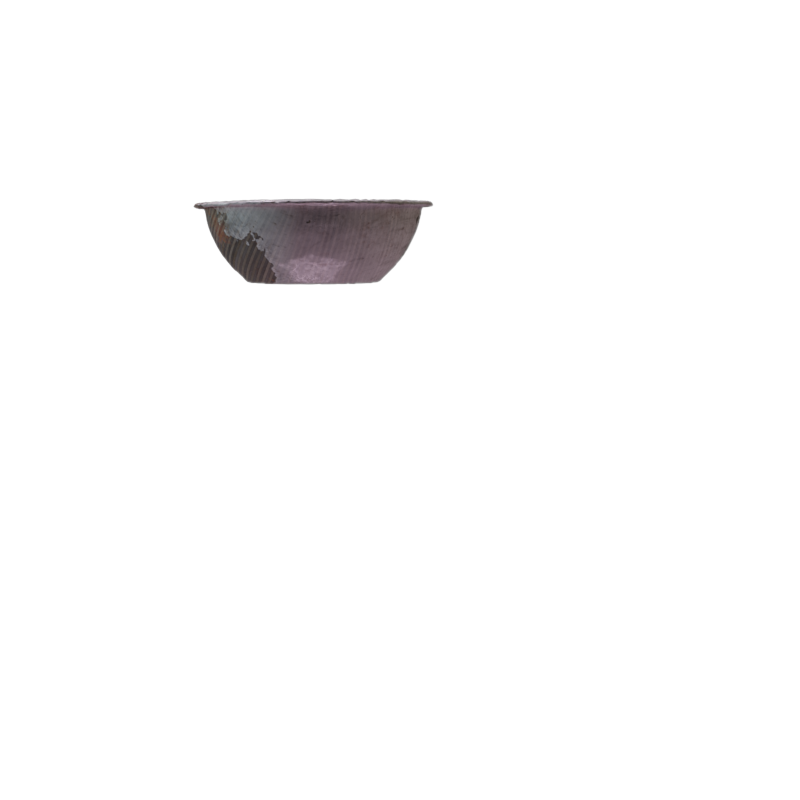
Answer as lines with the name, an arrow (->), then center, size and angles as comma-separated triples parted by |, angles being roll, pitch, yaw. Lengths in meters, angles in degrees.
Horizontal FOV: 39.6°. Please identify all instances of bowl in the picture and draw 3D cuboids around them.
bowl -> -0.059, -0.108, 0.754 | 0.162, 0.055, 0.164 | 0, 7, -2
